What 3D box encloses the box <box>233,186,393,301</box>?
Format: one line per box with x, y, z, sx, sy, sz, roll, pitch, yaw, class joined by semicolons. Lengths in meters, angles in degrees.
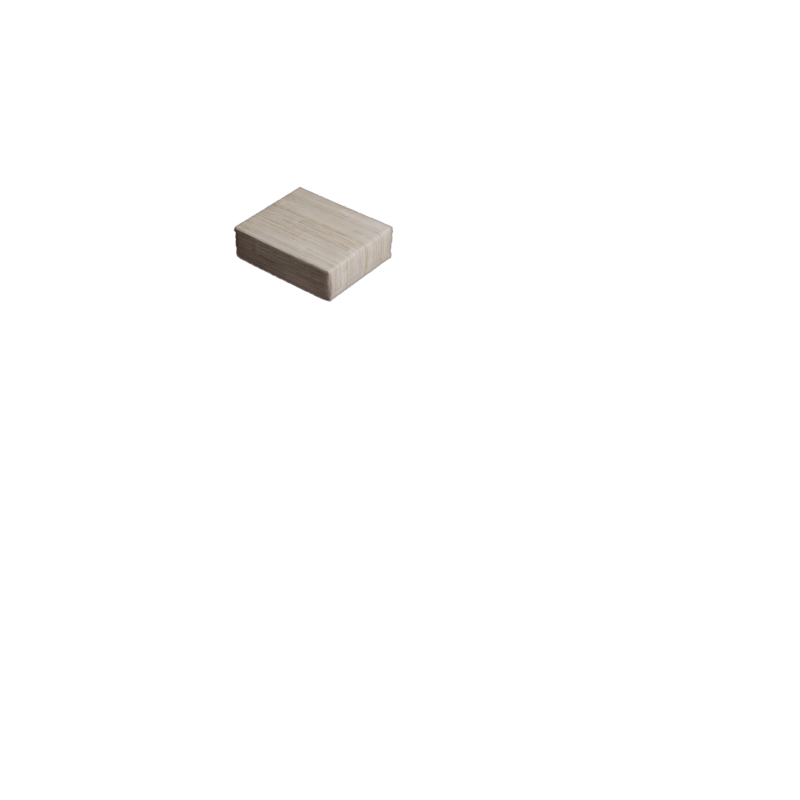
-0.077;-0.140;0.984;0.120;0.036;0.091;28;48;28;box
